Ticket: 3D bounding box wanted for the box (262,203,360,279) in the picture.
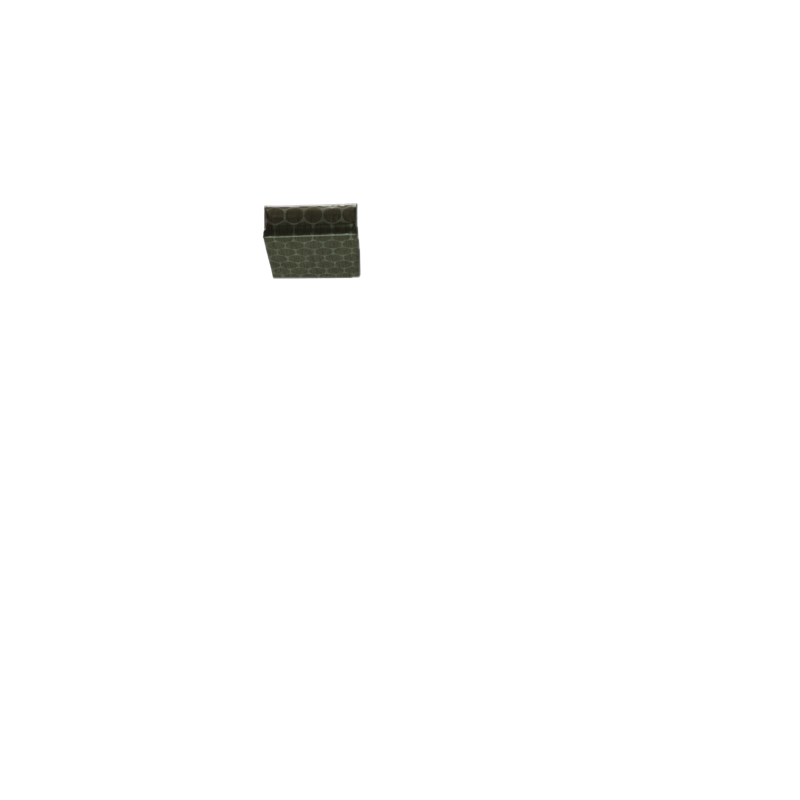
[{"bbox_3d":[-0.069,-0.126,0.881,0.073,0.032,0.085,-1,-19,1],"label":"box"}]
